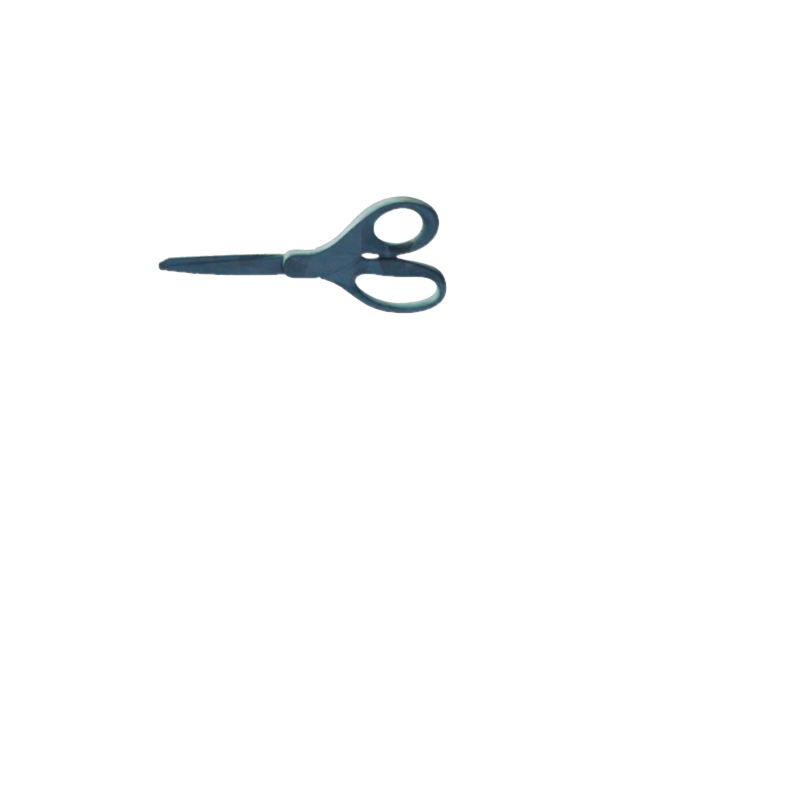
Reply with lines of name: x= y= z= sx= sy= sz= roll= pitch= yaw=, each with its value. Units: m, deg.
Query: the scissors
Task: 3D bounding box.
scissors: x=-0.060 y=-0.110 z=0.772 sx=0.199 sy=0.092 sz=0.017 roll=13 pitch=25 yaw=-6
